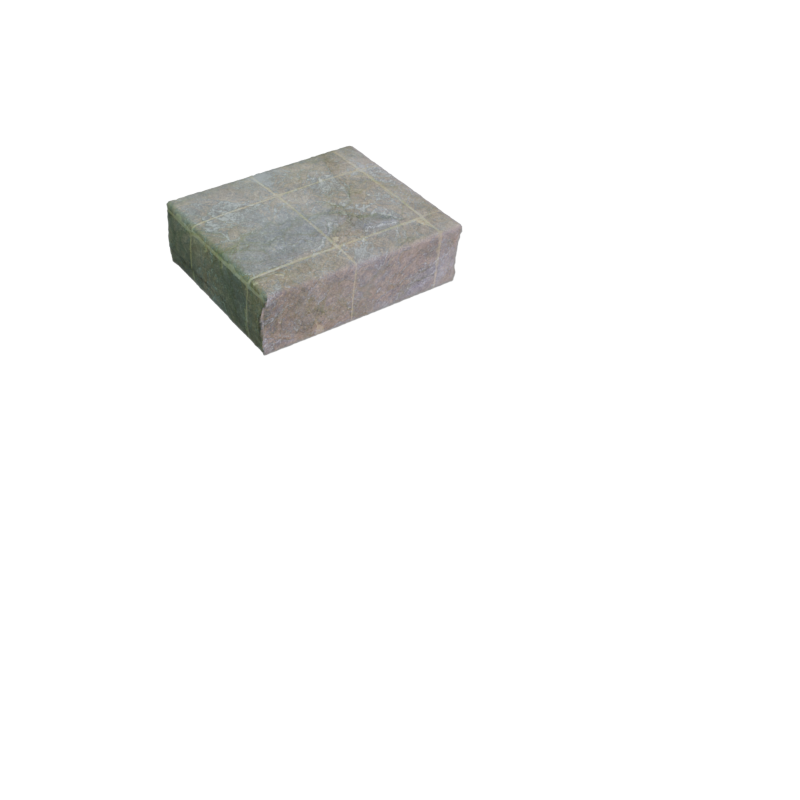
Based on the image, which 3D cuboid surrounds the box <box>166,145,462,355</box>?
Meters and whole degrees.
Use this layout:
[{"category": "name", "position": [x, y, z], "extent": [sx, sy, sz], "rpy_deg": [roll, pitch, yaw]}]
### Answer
[{"category": "box", "position": [-0.042, -0.076, 0.532], "extent": [0.113, 0.036, 0.097], "rpy_deg": [-25, 46, -28]}]
